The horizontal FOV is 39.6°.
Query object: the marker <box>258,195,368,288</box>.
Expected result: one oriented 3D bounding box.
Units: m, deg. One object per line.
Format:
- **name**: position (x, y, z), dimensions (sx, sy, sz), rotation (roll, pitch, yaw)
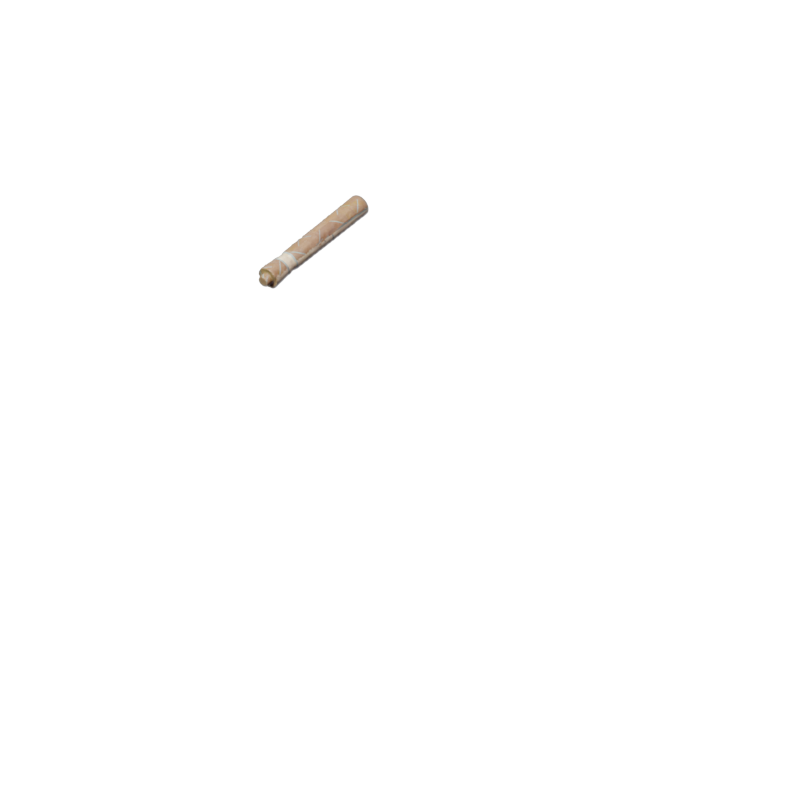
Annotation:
- **marker**: position (-0.069, -0.126, 0.883), dimensions (0.021, 0.019, 0.123), rotation (3, 38, 45)
